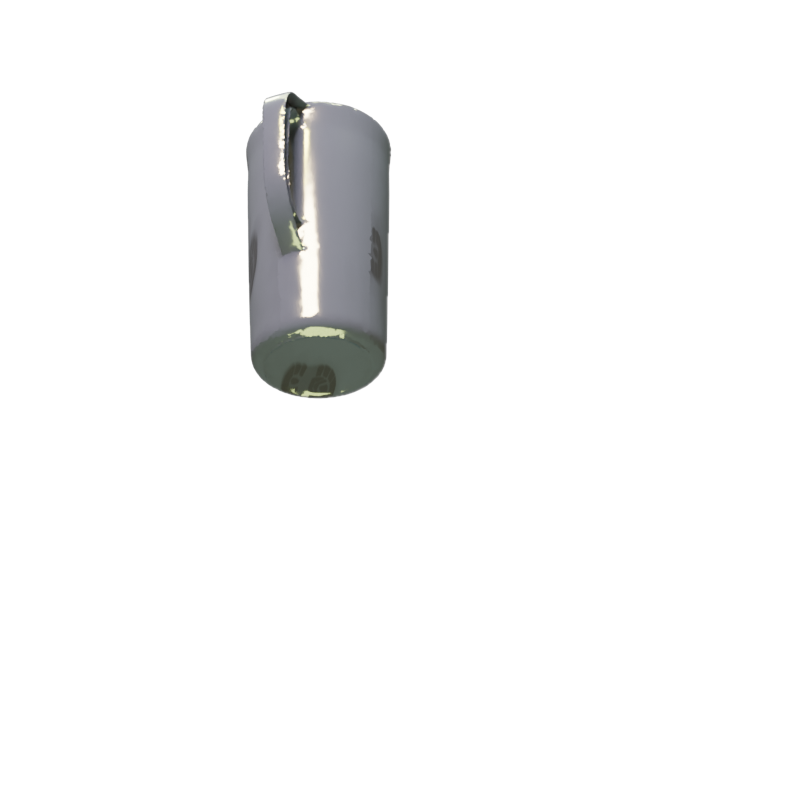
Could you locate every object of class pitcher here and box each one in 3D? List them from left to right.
[{"bbox_3d":[-0.074,-0.134,0.941,0.144,0.260,0.140,16,-40,-23],"label":"pitcher"}]
